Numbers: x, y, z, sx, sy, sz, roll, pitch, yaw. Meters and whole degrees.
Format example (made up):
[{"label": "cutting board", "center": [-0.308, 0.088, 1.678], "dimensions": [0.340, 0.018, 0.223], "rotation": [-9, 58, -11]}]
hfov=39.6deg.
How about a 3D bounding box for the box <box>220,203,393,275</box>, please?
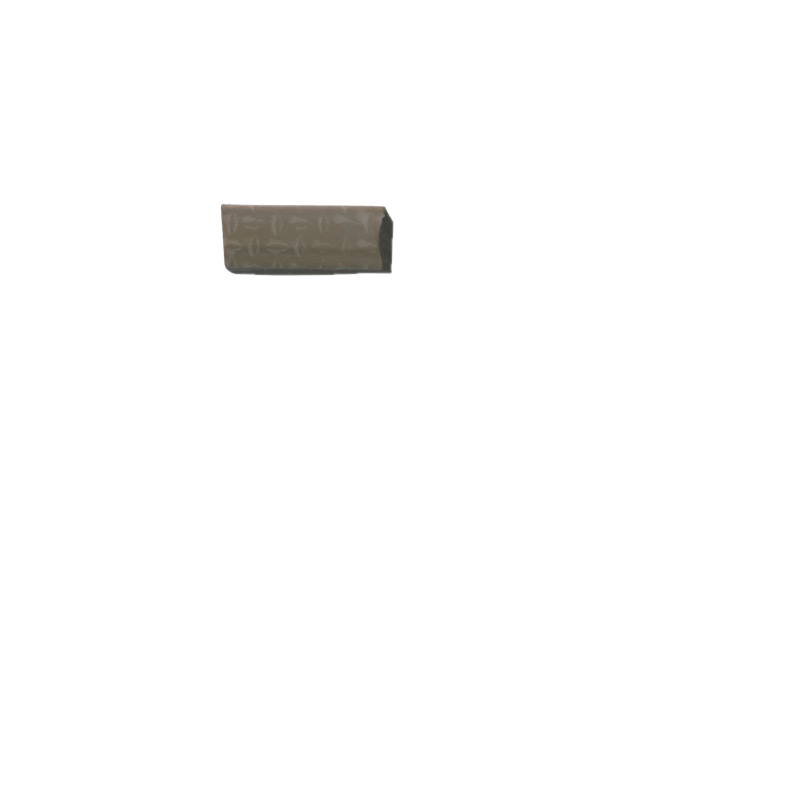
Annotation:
[{"label": "box", "center": [-0.050, -0.092, 0.642], "dimensions": [0.090, 0.039, 0.114], "rotation": [0, 6, 3]}]
